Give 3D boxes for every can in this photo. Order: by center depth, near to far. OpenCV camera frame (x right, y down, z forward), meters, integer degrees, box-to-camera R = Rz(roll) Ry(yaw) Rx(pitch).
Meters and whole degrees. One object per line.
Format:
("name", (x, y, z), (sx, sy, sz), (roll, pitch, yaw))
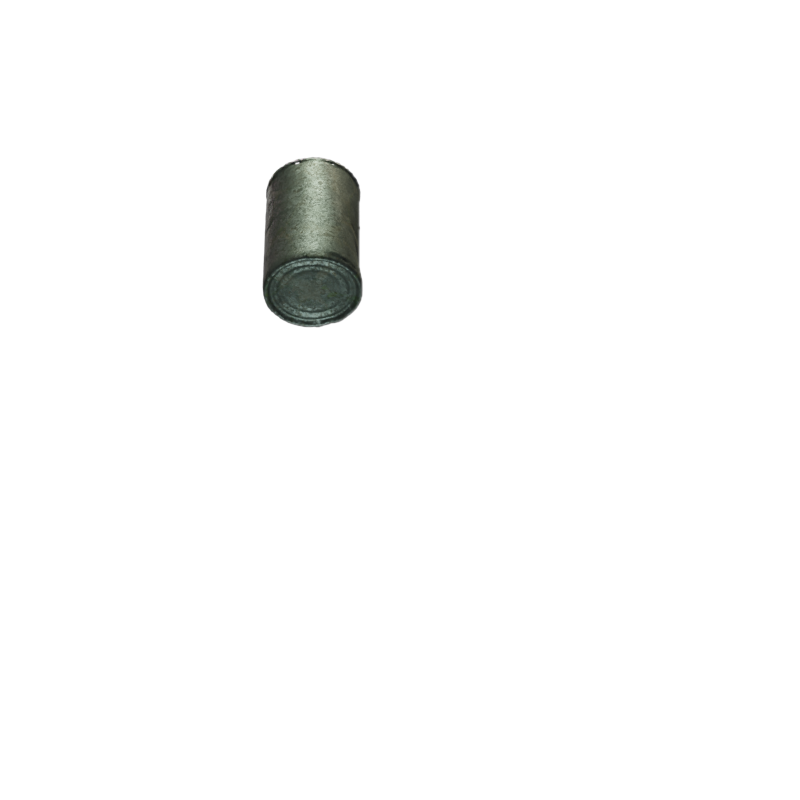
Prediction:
("can", (-0.059, -0.108, 0.759), (0.068, 0.110, 0.064), (-1, -43, -3))
